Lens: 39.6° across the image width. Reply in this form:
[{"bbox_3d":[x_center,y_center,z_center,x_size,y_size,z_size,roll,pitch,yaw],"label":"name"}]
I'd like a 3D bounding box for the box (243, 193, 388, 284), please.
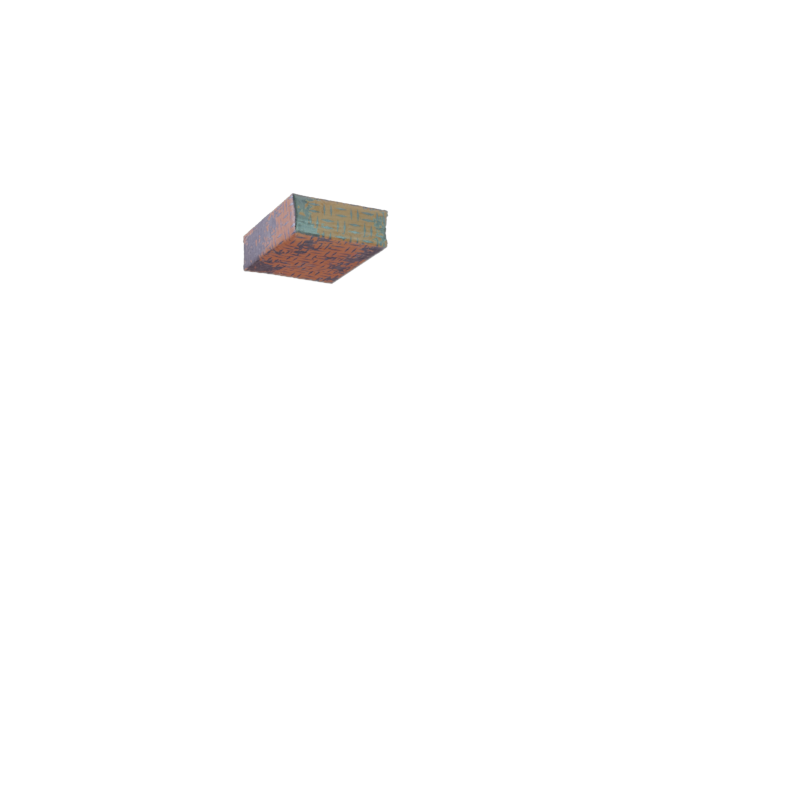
[{"bbox_3d":[-0.075,-0.137,0.958,0.086,0.040,0.114,6,-13,-27],"label":"box"}]
